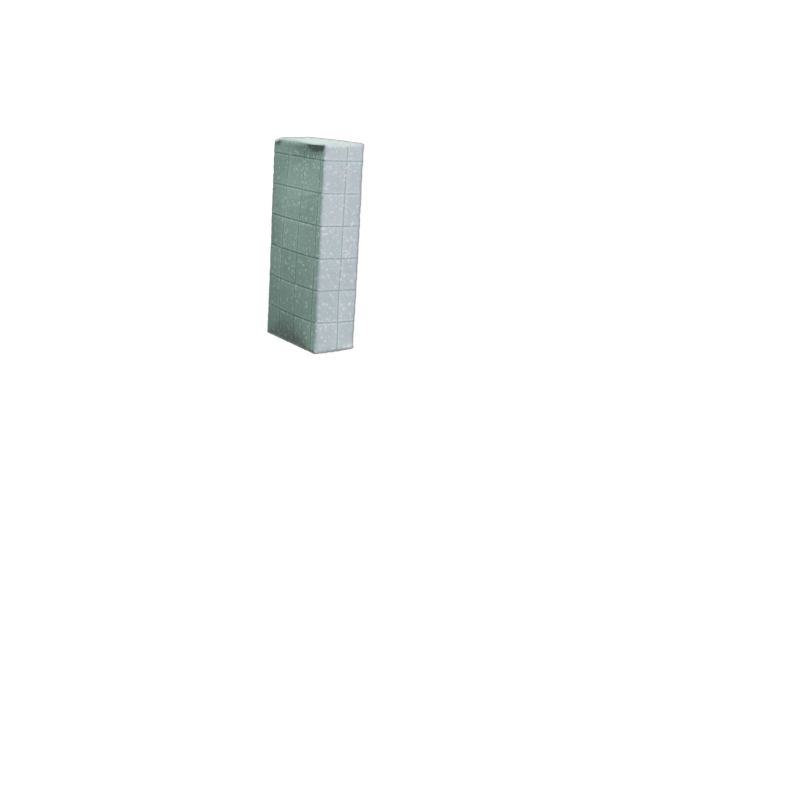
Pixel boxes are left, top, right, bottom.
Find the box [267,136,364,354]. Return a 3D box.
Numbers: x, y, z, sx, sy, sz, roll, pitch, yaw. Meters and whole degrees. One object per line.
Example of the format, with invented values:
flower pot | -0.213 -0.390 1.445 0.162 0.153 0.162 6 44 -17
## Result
box | -0.075 -0.136 0.951 0.047 0.172 0.098 -5 12 -32
